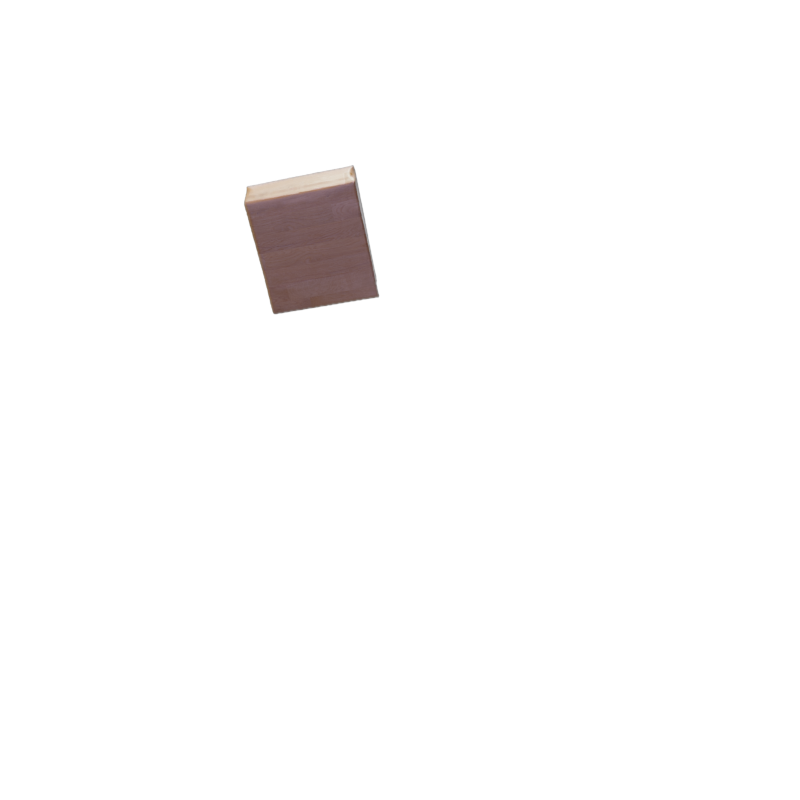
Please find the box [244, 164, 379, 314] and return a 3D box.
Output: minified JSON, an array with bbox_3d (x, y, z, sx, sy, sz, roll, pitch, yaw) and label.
[{"bbox_3d":[-0.057,-0.105,0.733,0.073,0.084,0.032,-10,29,5],"label":"box"}]
